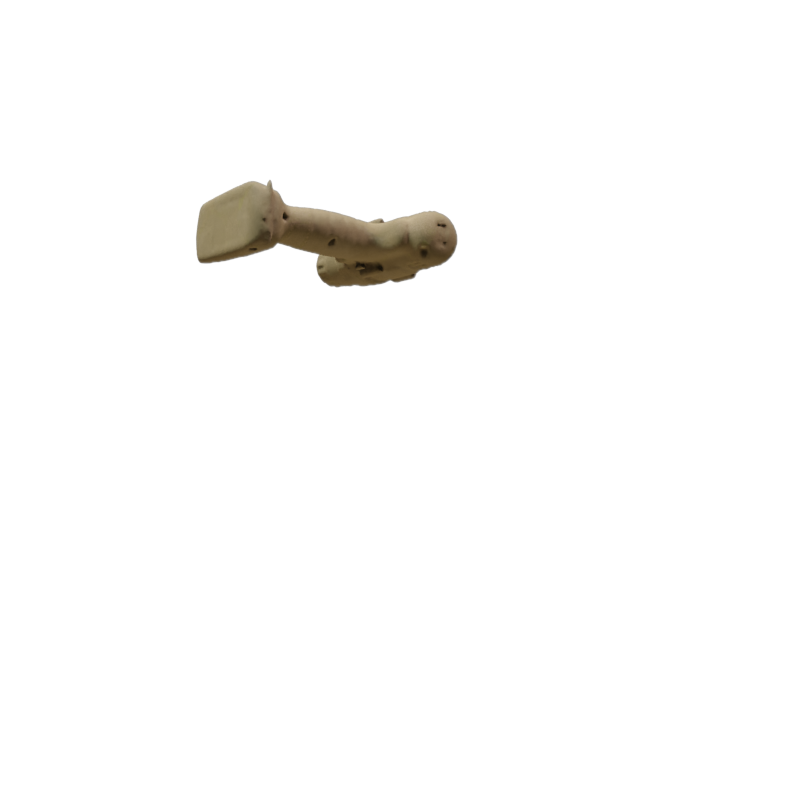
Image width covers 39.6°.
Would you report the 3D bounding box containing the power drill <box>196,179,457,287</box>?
[{"bbox_3d":[-0.074,-0.134,0.939,0.180,0.059,0.188,4,-7,-33],"label":"power drill"}]
